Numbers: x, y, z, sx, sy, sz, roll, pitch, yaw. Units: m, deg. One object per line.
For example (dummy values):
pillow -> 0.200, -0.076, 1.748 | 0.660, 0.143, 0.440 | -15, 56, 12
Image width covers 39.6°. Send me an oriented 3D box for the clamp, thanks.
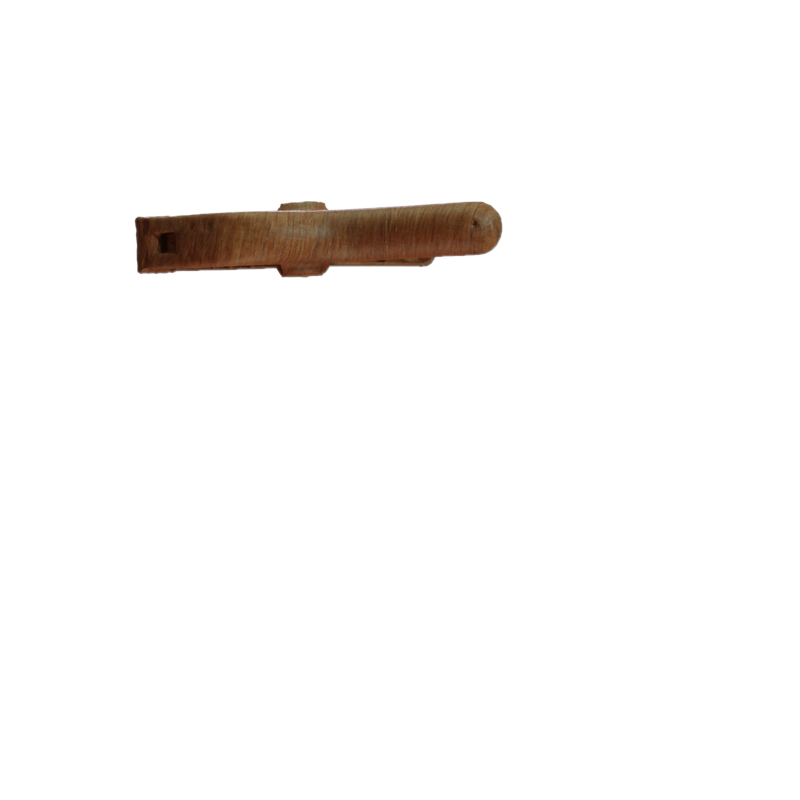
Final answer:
clamp -> -0.044, -0.079, 0.556 | 0.171, 0.040, 0.118 | 0, -3, -2
